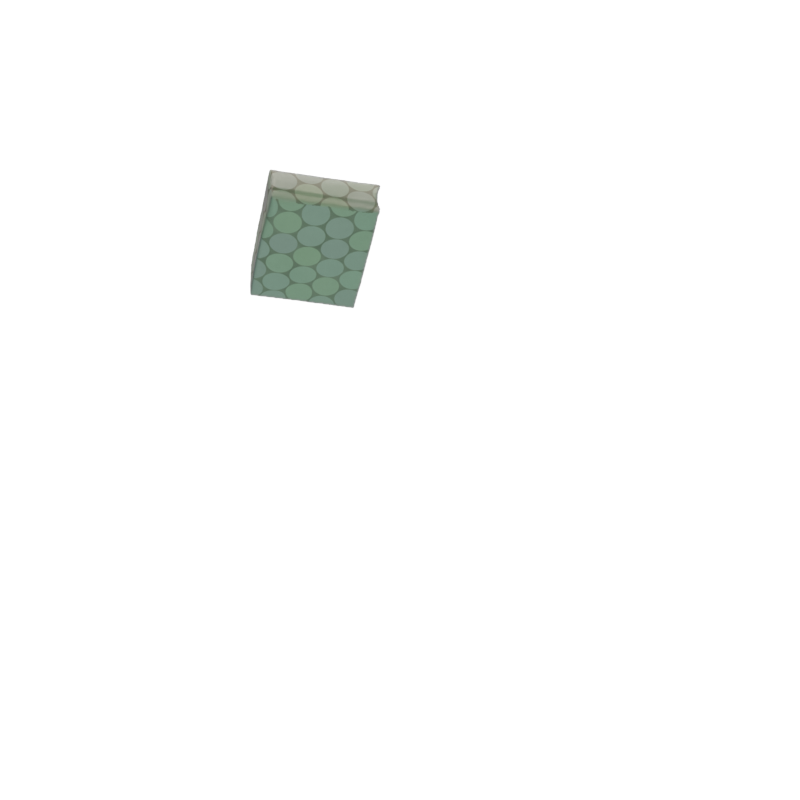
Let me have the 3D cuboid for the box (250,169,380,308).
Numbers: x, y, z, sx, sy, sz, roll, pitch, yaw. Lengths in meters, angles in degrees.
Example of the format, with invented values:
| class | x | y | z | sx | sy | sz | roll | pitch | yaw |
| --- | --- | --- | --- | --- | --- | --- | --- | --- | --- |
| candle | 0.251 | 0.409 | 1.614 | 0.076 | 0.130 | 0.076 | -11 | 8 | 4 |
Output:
| class | x | y | z | sx | sy | sz | roll | pitch | yaw |
| --- | --- | --- | --- | --- | --- | --- | --- | --- | --- |
| box | -0.071 | -0.128 | 0.899 | 0.089 | 0.042 | 0.107 | 8 | -42 | -9 |
